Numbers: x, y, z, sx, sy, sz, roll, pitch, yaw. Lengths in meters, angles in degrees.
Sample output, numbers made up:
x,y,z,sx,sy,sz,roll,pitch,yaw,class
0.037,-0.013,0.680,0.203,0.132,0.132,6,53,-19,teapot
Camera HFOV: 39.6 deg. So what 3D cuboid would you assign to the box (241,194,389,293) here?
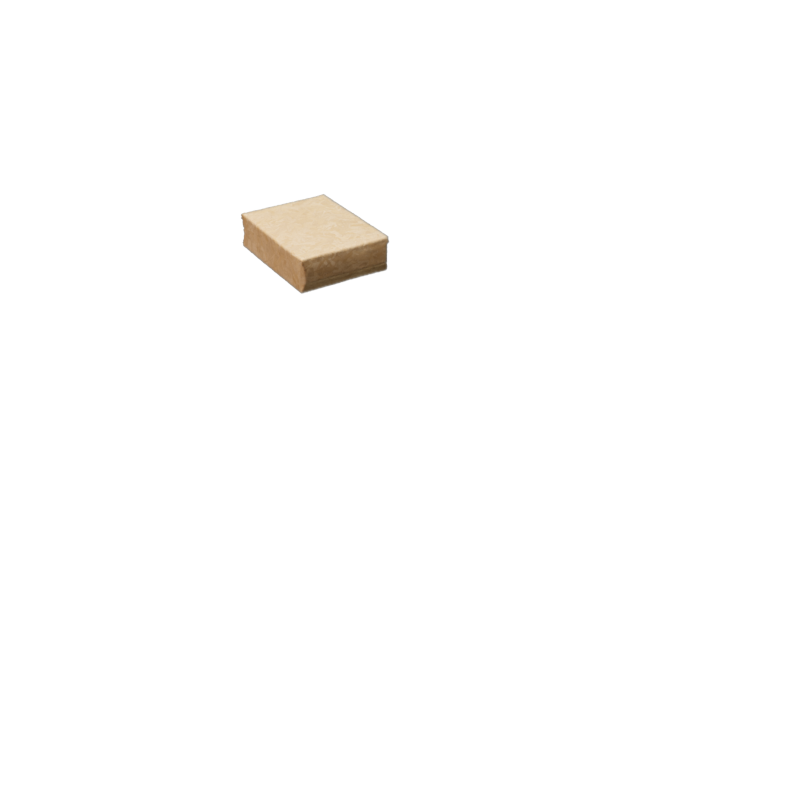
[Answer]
x,y,z,sx,sy,sz,roll,pitch,yaw,class
-0.078,-0.142,0.991,0.088,0.037,0.122,-17,34,-28,box
